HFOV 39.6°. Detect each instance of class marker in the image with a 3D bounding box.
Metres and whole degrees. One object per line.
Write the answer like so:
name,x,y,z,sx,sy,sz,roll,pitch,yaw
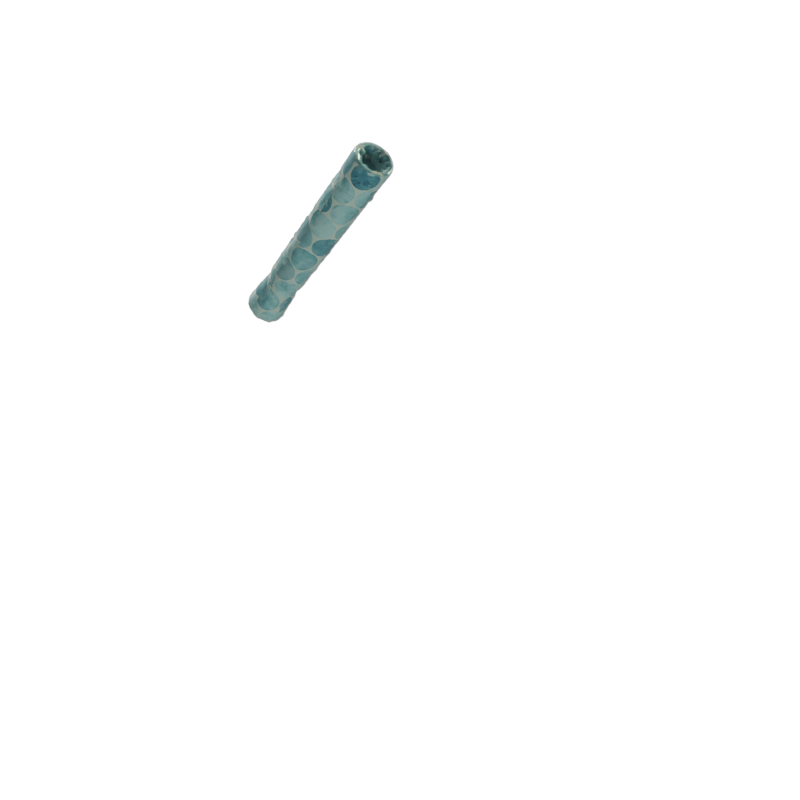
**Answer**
marker,-0.039,-0.071,0.500,0.019,0.021,0.117,-1,-28,-34
